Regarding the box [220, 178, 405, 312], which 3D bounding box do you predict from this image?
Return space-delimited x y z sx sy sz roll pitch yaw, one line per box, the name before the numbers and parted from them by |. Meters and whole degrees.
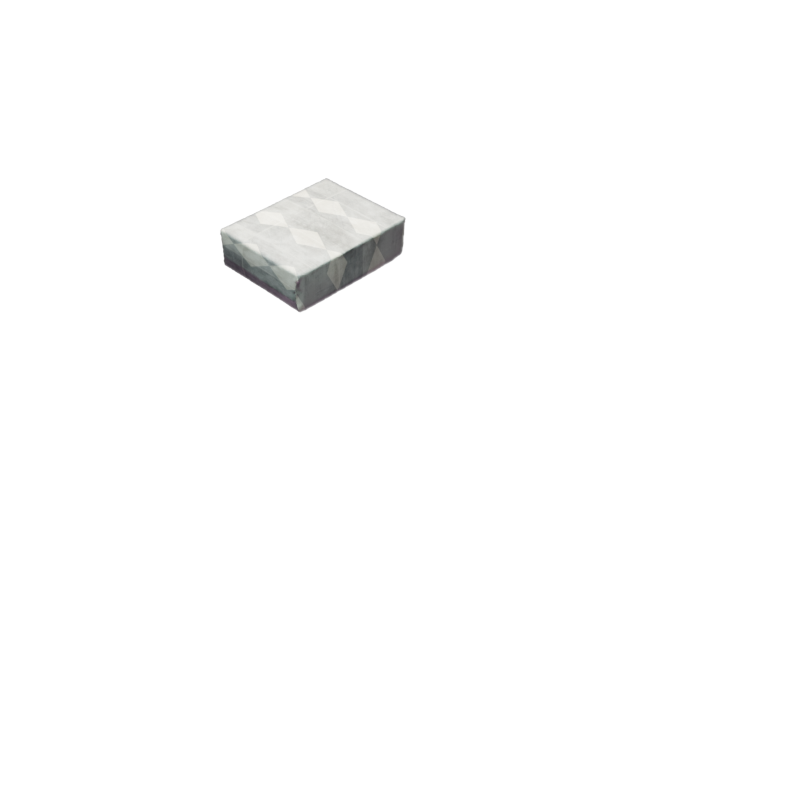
box | -0.066 -0.120 0.844 0.113 0.036 0.096 -31 47 -34
